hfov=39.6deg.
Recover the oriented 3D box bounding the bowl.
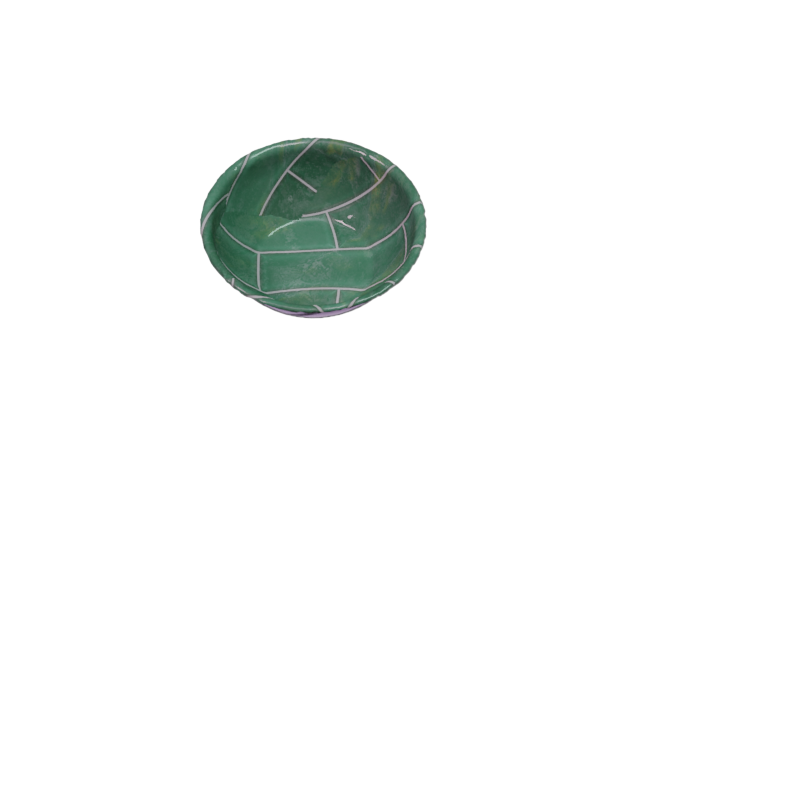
[{"bbox_3d":[-0.063,-0.116,0.811,0.162,0.174,0.051,-1,-36,-1],"label":"bowl"}]
